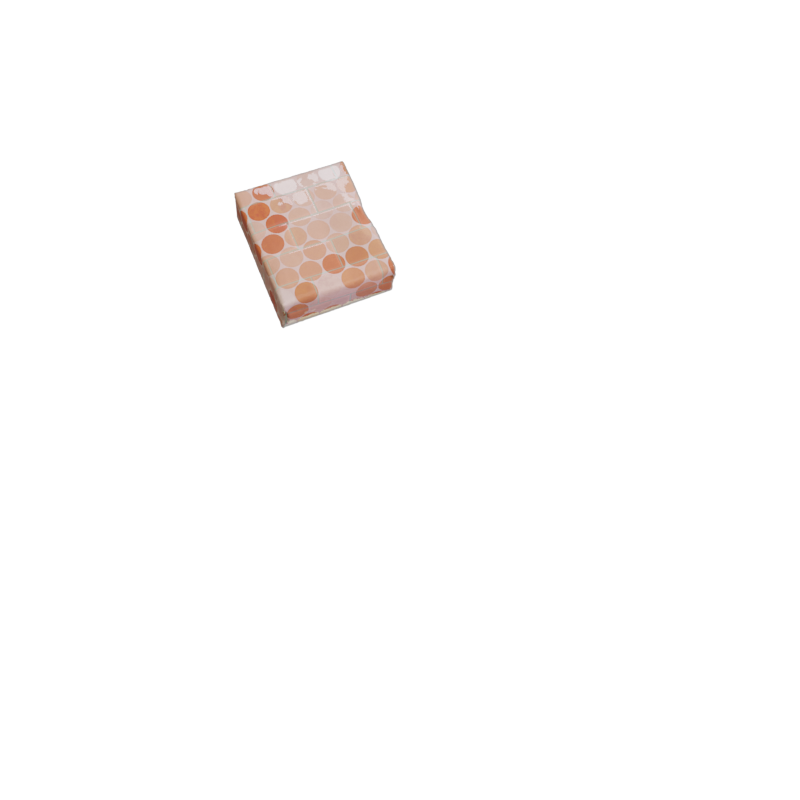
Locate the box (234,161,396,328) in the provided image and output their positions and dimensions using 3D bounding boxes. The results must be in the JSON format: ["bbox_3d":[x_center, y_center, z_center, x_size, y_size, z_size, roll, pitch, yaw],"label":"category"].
[{"bbox_3d":[-0.053,-0.097,0.678,0.073,0.096,0.028,-19,-29,-11],"label":"box"}]
